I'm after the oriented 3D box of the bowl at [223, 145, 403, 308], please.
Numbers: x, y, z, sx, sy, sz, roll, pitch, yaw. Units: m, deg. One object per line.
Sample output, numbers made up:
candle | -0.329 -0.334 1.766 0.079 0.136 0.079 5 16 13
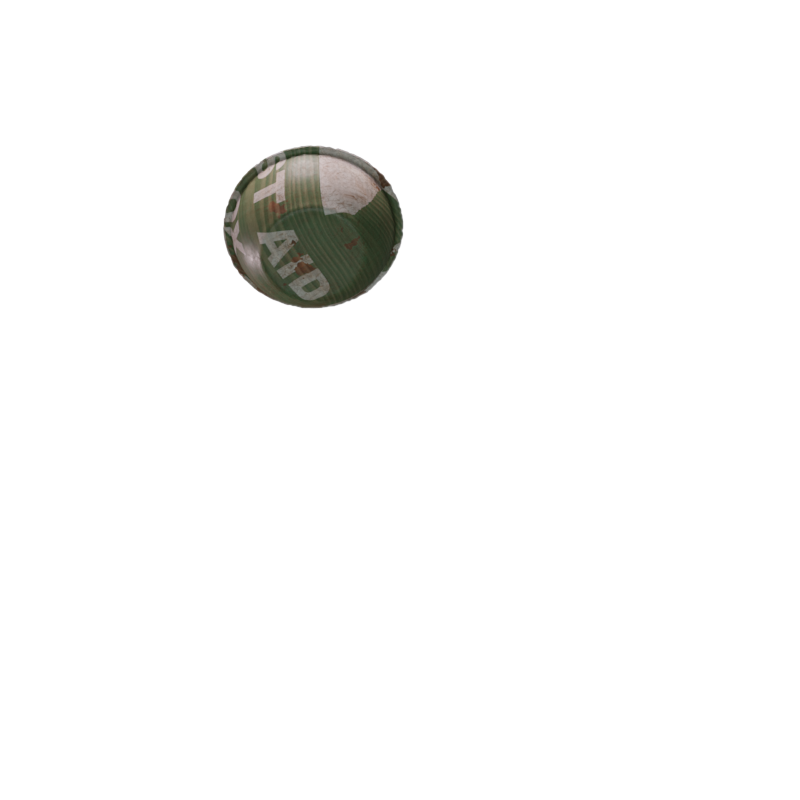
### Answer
bowl | -0.076 -0.139 0.975 0.162 0.153 0.058 1 28 -1
